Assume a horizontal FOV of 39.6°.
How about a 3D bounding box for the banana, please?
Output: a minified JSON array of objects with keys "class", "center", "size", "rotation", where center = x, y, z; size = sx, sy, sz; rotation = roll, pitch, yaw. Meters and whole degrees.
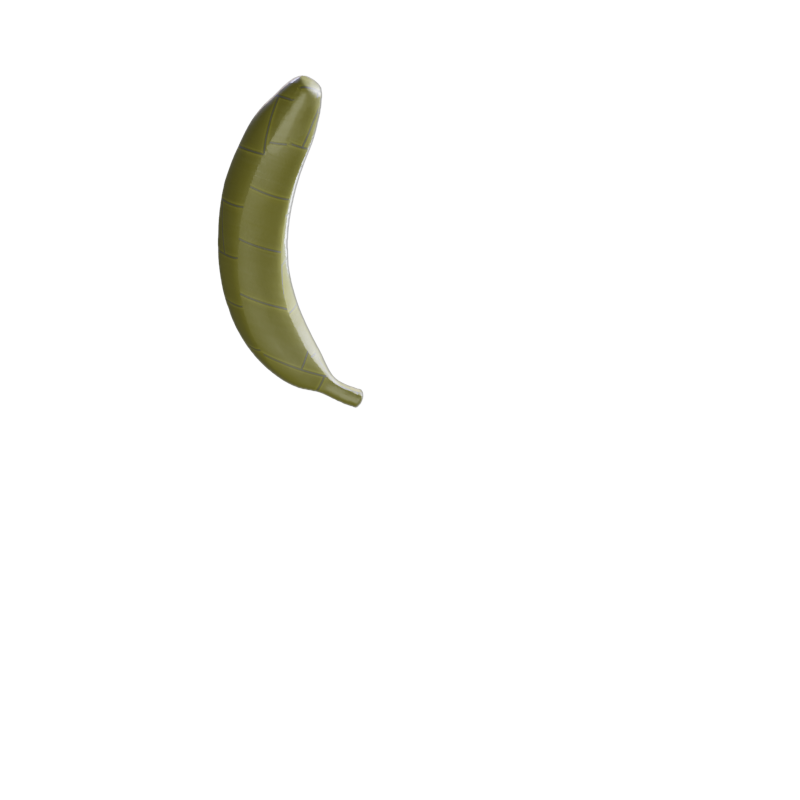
[{"class":"banana","center":[-0.064,-0.080,0.596],"size":[0.070,0.185,0.039],"rotation":[-6,32,3]}]
